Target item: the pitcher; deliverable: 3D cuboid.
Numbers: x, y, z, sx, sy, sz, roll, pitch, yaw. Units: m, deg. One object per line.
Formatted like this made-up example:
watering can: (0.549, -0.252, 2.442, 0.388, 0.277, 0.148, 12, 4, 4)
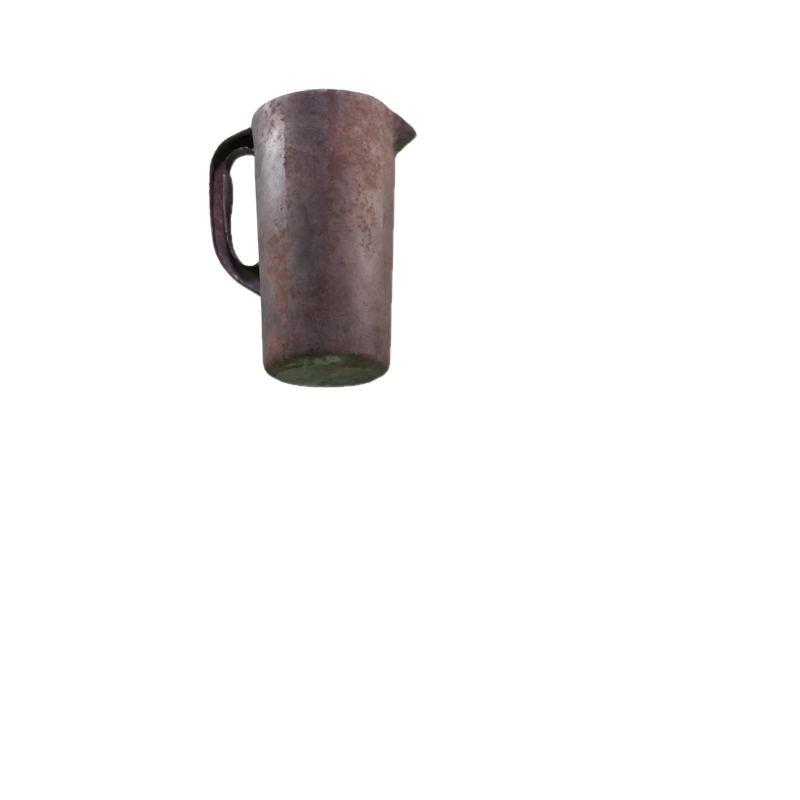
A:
pitcher: (-0.076, -0.139, 0.973, 0.138, 0.254, 0.150, 12, -21, -36)
